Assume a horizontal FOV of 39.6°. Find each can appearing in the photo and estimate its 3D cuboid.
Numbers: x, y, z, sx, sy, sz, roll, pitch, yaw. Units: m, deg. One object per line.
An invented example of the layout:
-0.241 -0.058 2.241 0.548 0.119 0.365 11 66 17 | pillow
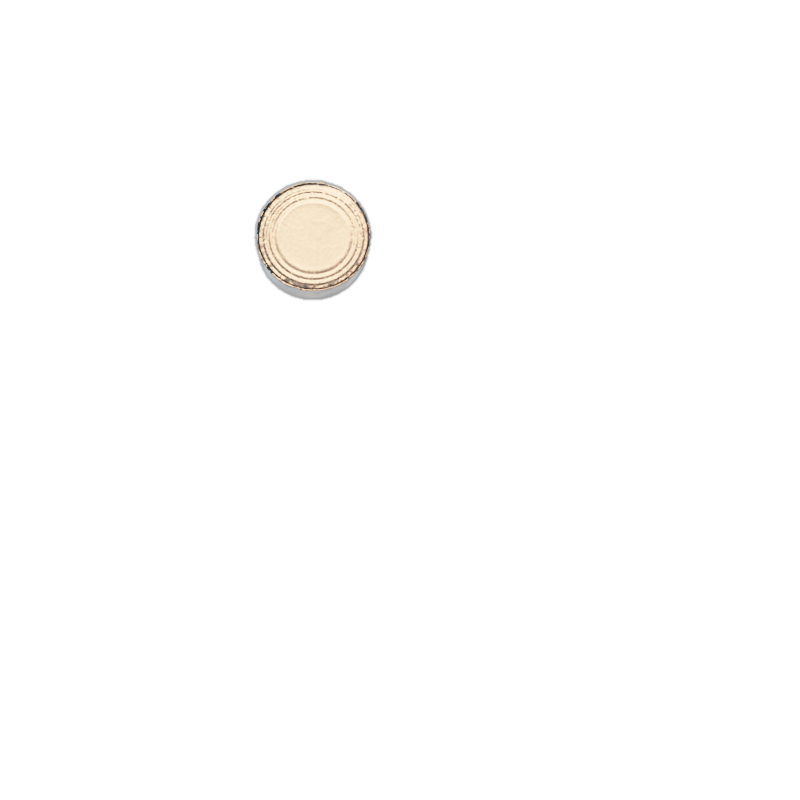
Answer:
-0.066 -0.120 0.839 0.086 0.089 0.032 -1 -16 -1 | can
